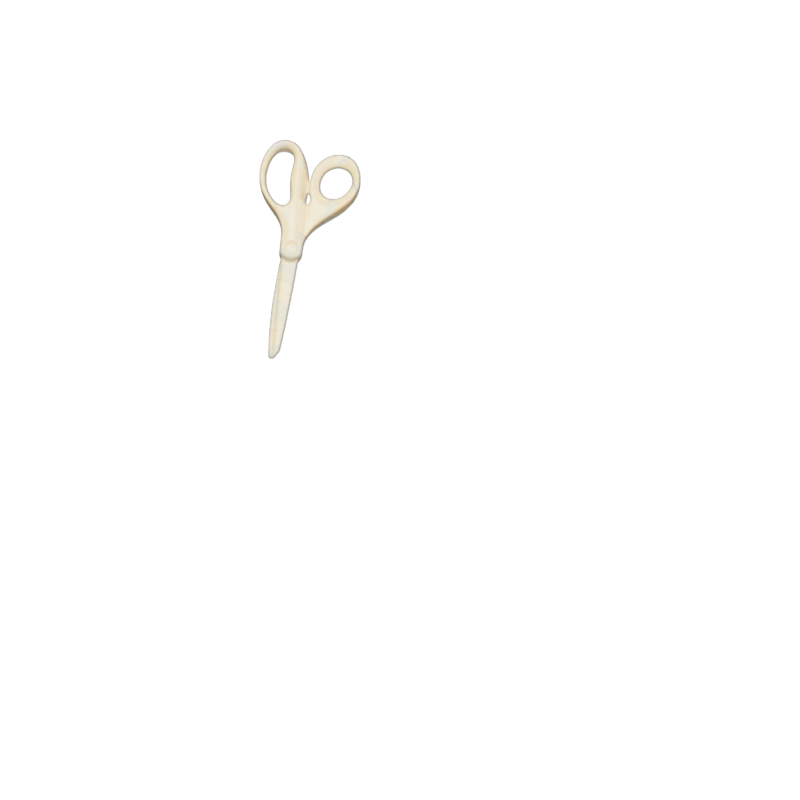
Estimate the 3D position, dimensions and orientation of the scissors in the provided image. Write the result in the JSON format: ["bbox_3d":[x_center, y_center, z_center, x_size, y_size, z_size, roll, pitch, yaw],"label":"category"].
[{"bbox_3d":[-0.073,-0.132,0.927,0.096,0.215,0.015,-8,-26,-4],"label":"scissors"}]
